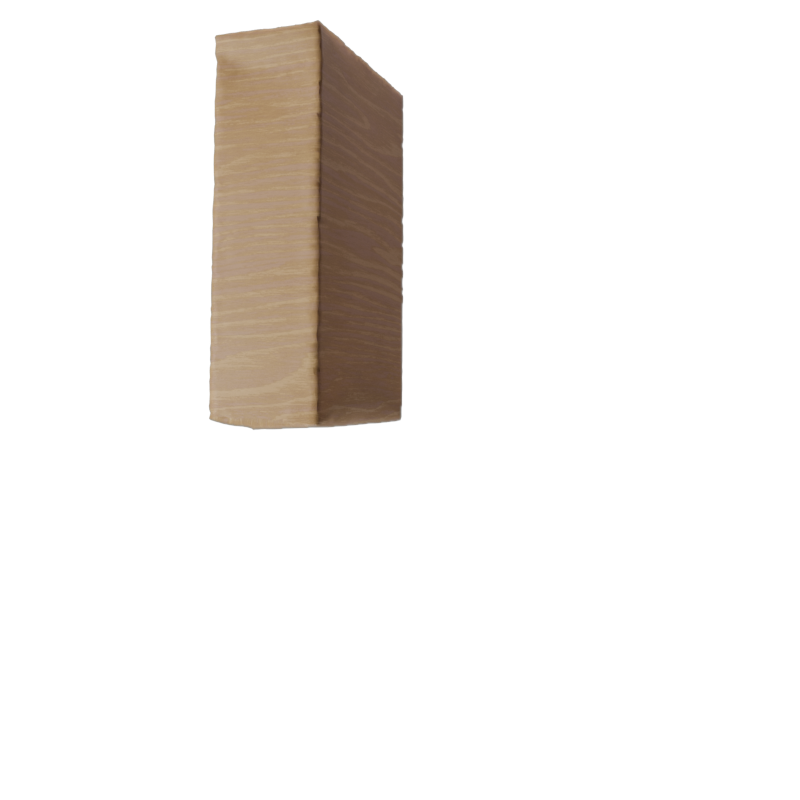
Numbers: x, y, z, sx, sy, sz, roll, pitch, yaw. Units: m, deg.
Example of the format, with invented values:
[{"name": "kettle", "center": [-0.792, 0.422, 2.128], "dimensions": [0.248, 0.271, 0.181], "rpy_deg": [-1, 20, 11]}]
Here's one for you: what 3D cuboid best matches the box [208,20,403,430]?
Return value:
[{"name": "box", "center": [-0.051, -0.093, 0.651], "dimensions": [0.073, 0.217, 0.158], "rpy_deg": [-2, -5, 17]}]
